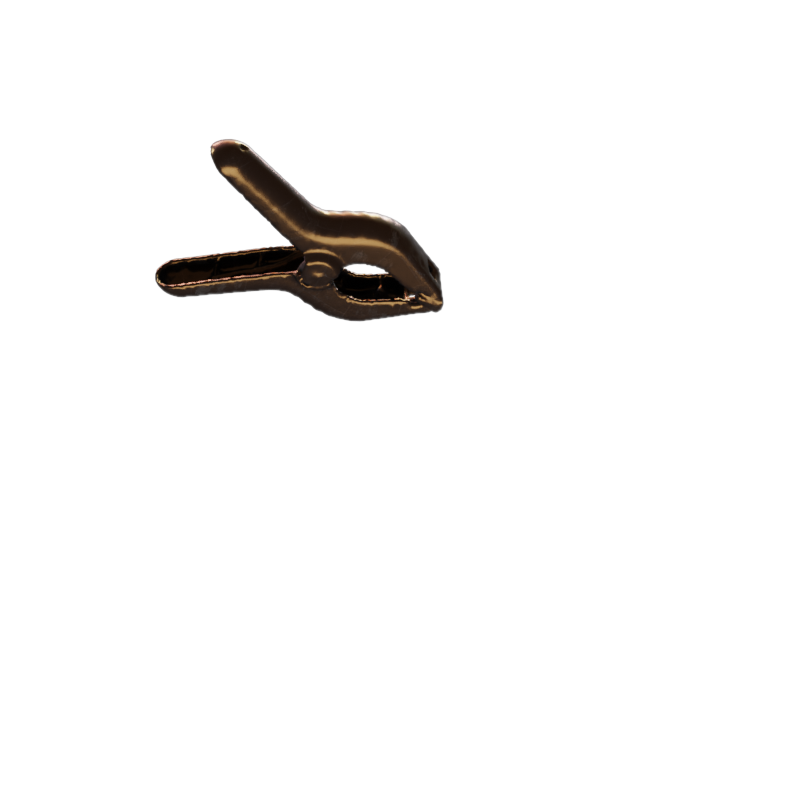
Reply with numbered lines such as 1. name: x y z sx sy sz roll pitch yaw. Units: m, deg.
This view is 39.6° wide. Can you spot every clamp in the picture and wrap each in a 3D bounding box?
1. clamp: -0.050 -0.092 0.645 0.168 0.042 0.114 8 -35 -12
